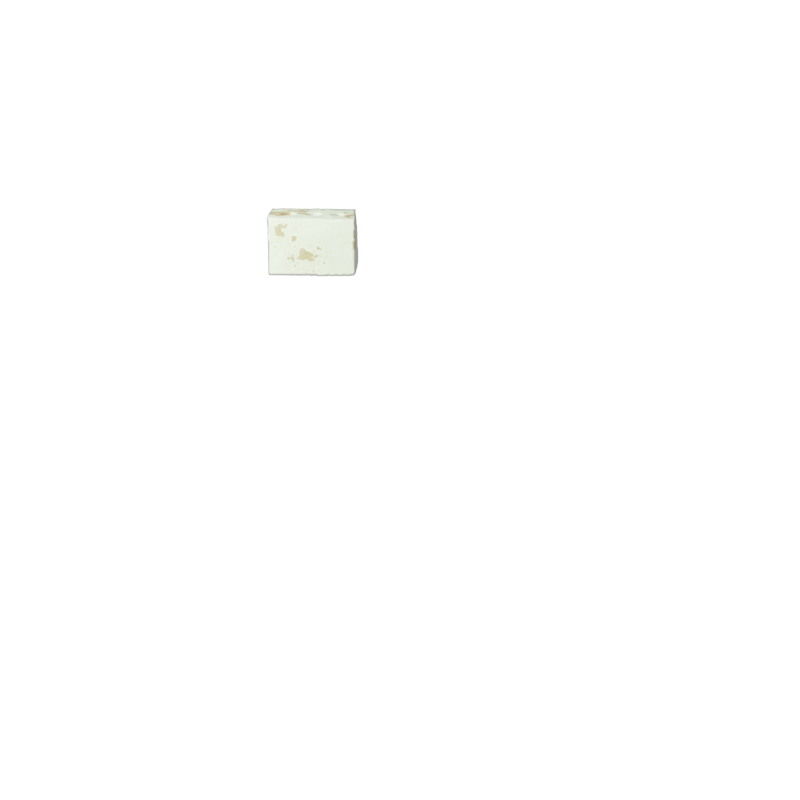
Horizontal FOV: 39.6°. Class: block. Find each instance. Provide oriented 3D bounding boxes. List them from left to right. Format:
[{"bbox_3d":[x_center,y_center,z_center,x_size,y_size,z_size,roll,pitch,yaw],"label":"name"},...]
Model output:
[{"bbox_3d":[-0.076,-0.139,0.974,0.078,0.050,0.054,1,15,2],"label":"block"}]
